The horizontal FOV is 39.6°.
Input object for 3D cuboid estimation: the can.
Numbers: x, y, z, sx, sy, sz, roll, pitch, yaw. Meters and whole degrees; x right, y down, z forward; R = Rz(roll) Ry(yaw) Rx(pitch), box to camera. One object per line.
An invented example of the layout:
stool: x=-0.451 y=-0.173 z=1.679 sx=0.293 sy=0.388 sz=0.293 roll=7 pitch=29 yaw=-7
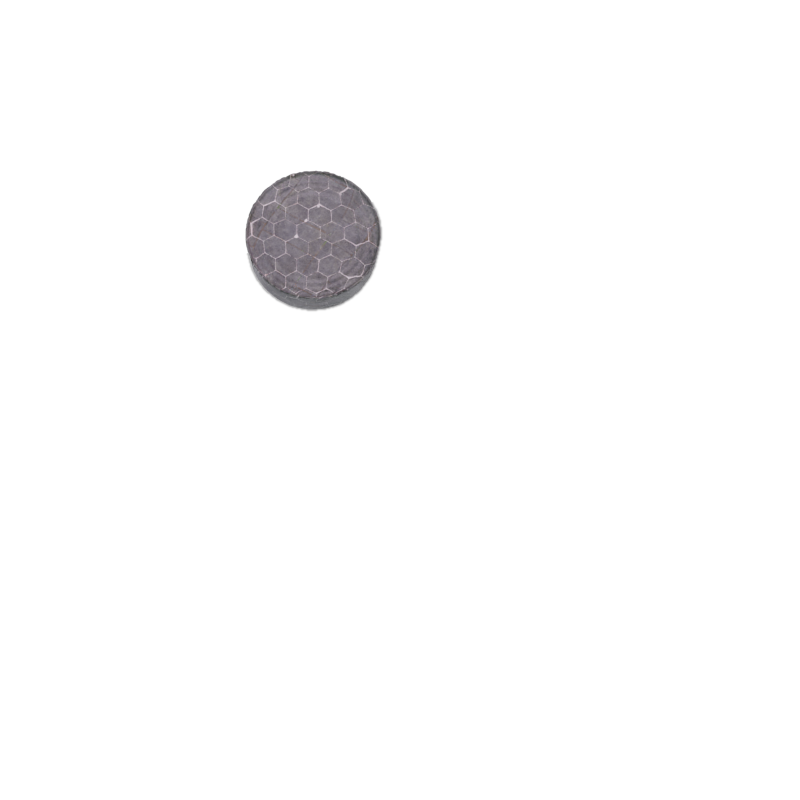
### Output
can: x=-0.056 y=-0.102 z=0.713 sx=0.086 sy=0.090 sz=0.032 roll=-1 pitch=-17 yaw=-1
